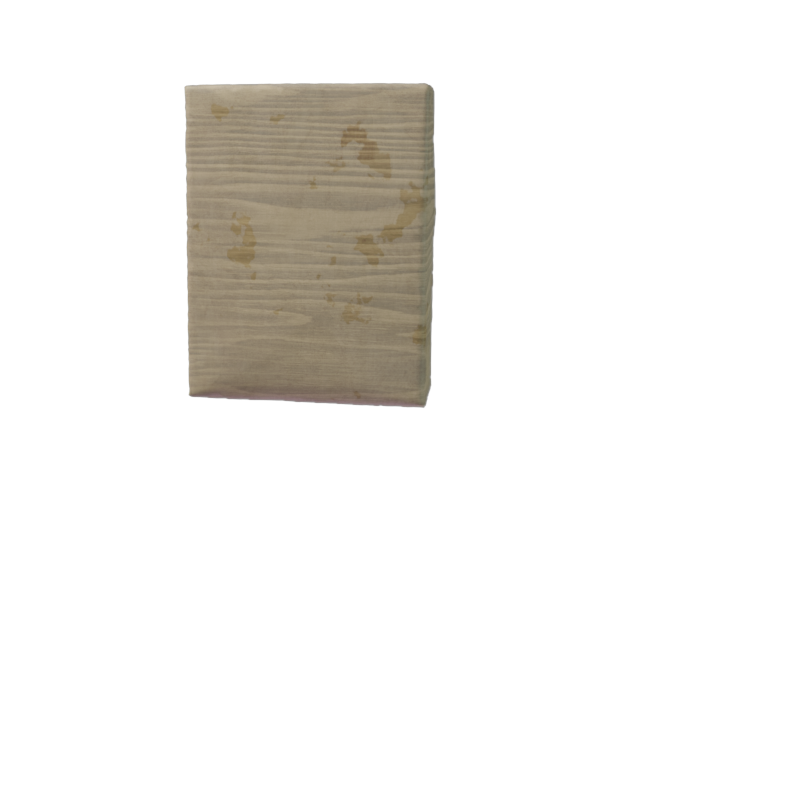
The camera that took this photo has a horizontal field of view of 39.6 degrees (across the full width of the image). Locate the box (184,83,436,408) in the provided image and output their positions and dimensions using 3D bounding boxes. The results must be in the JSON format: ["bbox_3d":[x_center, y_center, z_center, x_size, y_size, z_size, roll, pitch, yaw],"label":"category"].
[{"bbox_3d":[-0.060,-0.109,0.760,0.166,0.210,0.072,2,7,9],"label":"box"}]
